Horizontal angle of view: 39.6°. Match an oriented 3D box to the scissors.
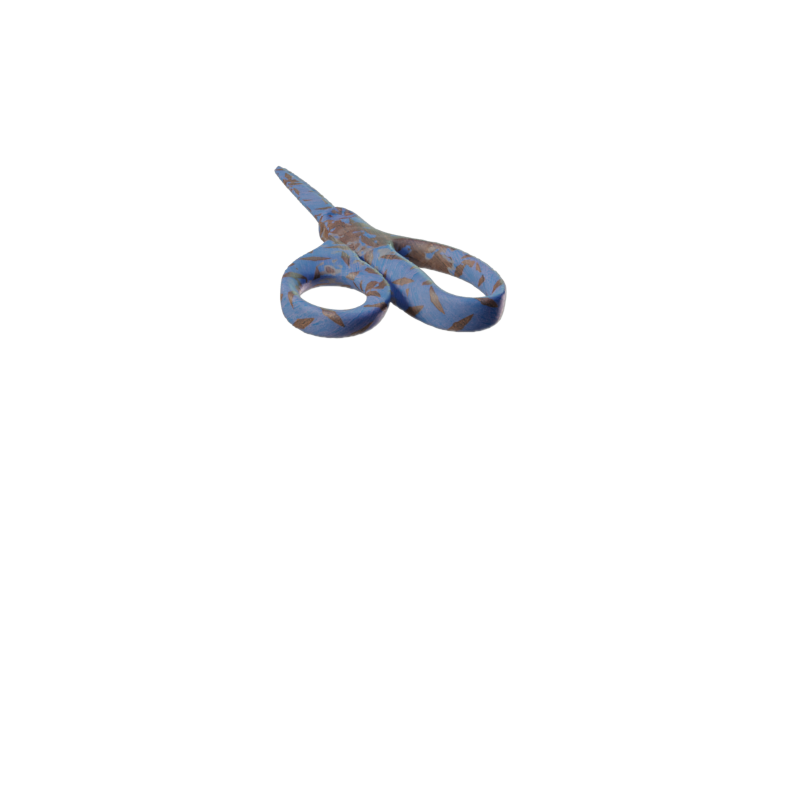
[{"bbox_3d":[-0.038,-0.070,0.490,0.095,0.015,0.216,-18,32,-31],"label":"scissors"}]
